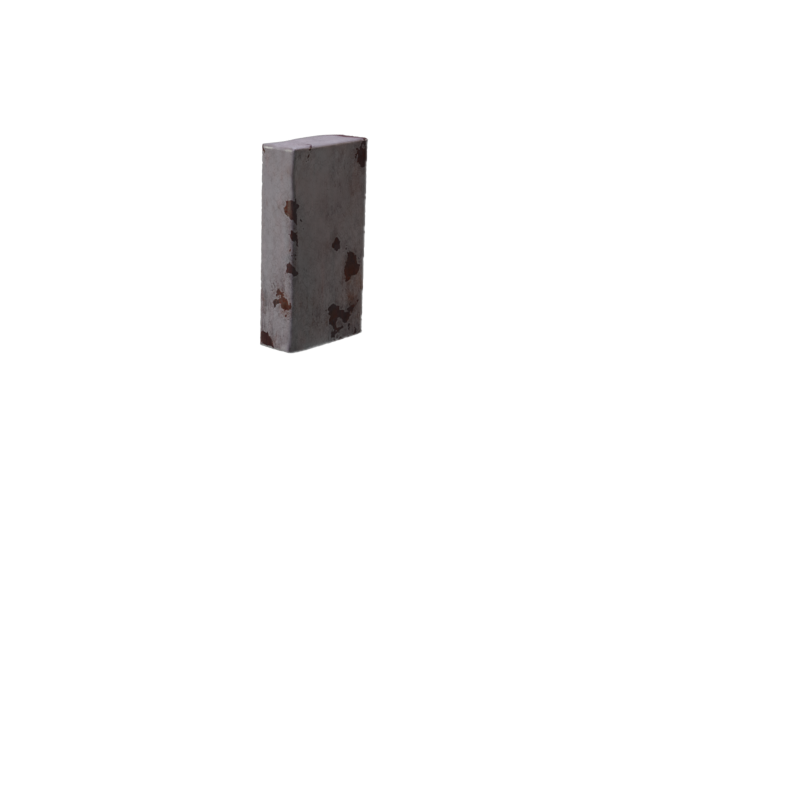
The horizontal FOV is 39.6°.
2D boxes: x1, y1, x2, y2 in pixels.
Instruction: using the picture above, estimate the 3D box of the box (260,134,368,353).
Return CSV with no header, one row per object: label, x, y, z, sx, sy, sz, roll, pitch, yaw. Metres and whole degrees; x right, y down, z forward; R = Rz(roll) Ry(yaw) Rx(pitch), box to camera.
box,-0.074,-0.135,0.946,0.051,0.171,0.091,12,18,39
